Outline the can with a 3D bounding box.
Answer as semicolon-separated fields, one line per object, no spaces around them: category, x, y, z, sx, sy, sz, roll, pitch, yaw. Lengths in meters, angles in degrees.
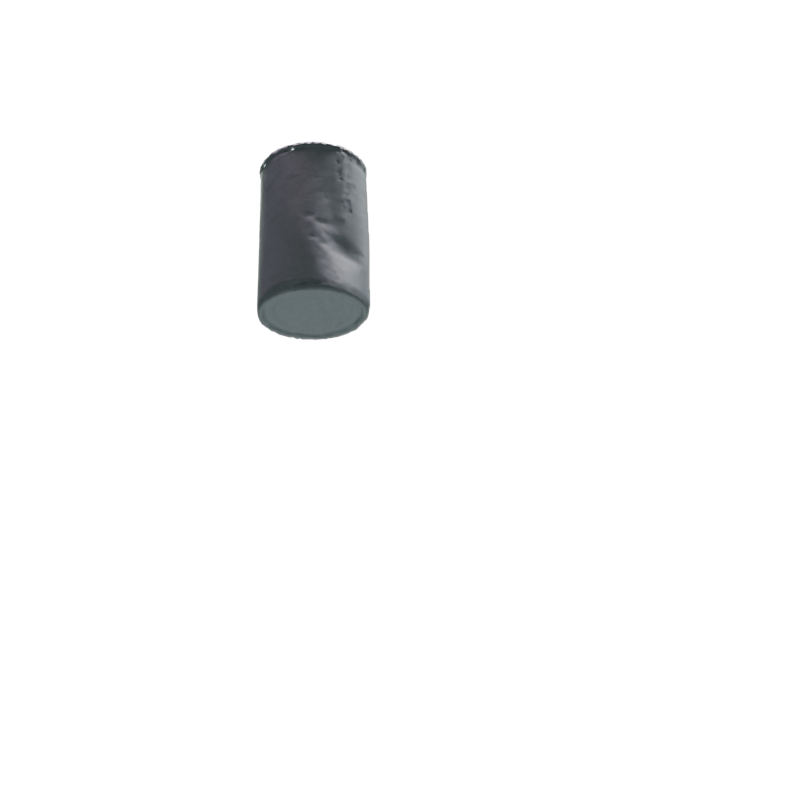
can;-0.053;-0.096;0.676;0.068;0.109;0.065;0;-28;-2
